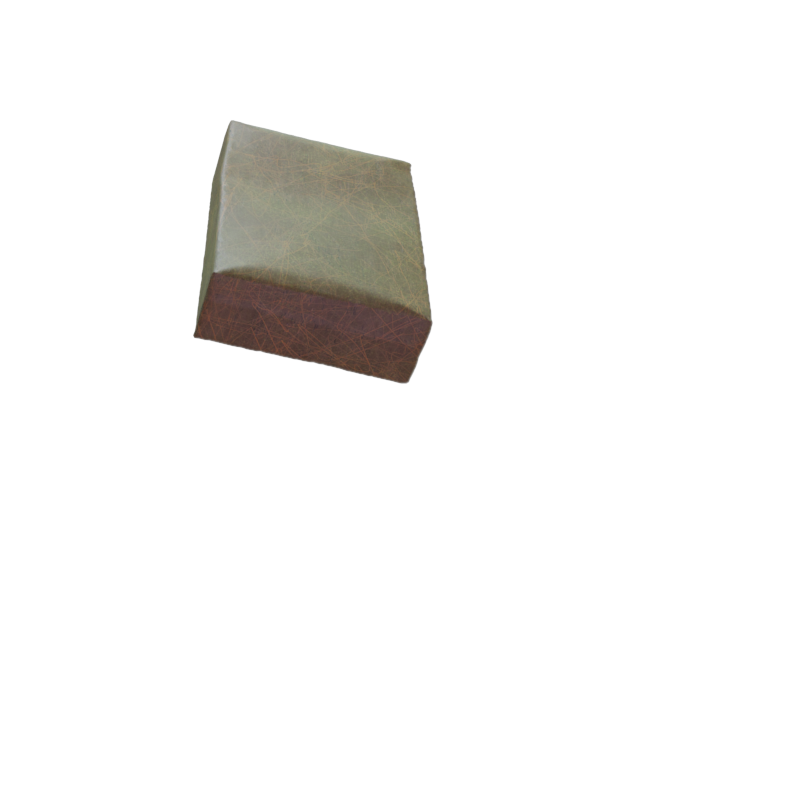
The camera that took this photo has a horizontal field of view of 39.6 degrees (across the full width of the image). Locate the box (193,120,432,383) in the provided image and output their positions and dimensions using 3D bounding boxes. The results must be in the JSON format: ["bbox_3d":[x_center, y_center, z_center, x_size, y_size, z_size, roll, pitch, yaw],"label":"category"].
[{"bbox_3d":[-0.068,-0.123,0.863,0.161,0.068,0.229,11,40,-12],"label":"box"}]
